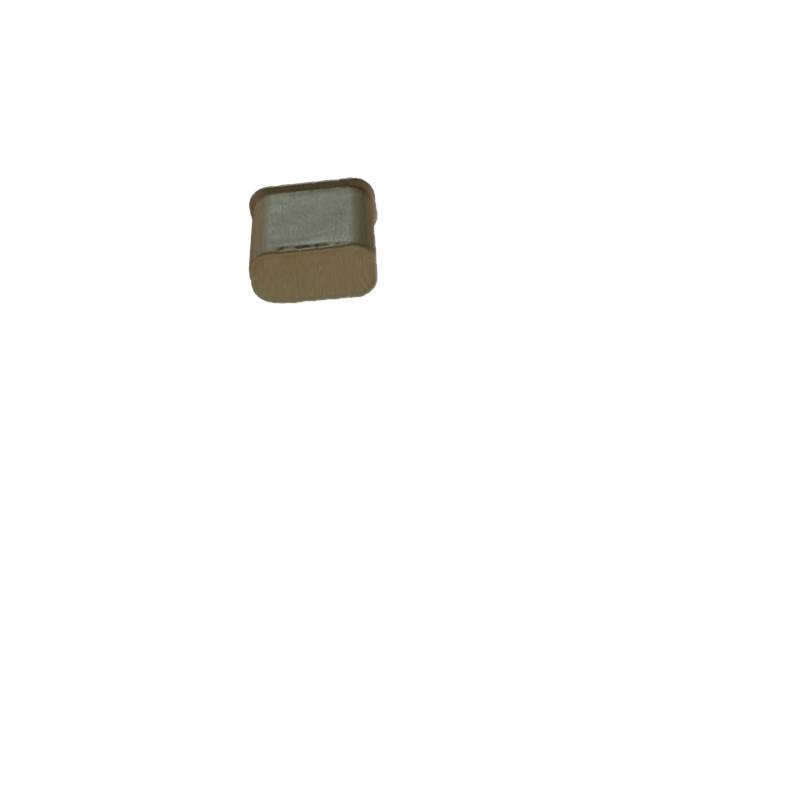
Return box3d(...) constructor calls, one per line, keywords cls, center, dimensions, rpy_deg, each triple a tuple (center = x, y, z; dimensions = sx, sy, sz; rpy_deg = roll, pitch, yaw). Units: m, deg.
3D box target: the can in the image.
box3d(cls="can", center=(-0.067, -0.123, 0.863), dimensions=(0.102, 0.053, 0.090), rpy_deg=(-6, 43, 3))
